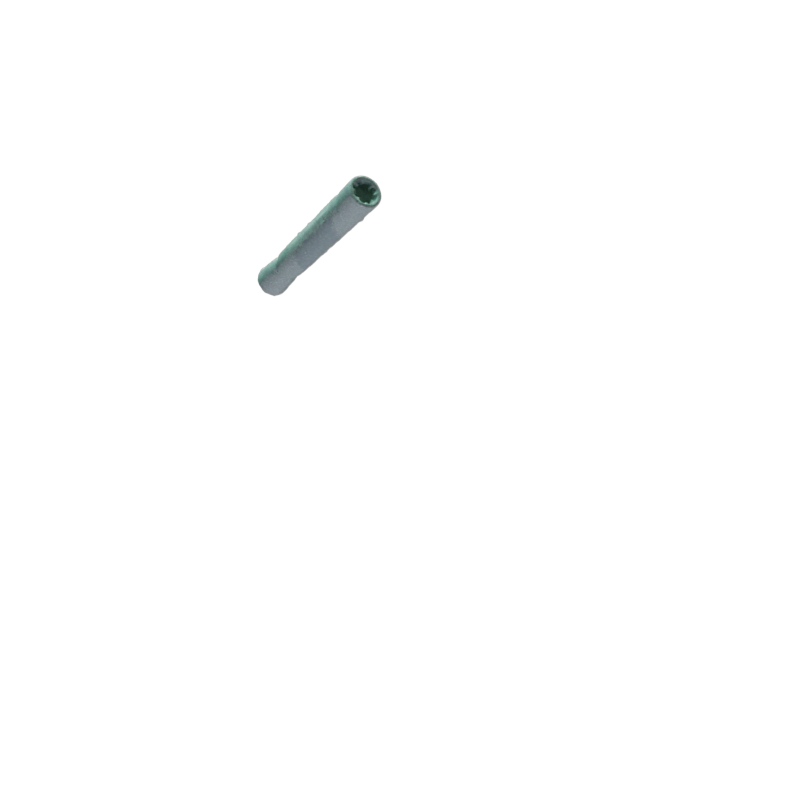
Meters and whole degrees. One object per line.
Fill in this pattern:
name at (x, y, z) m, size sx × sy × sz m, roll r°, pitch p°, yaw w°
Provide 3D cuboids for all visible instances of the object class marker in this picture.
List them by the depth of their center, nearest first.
marker at (-0.047, -0.086, 0.602) m, size 0.019 × 0.021 × 0.119 m, roll -2°, pitch -17°, yaw -32°
